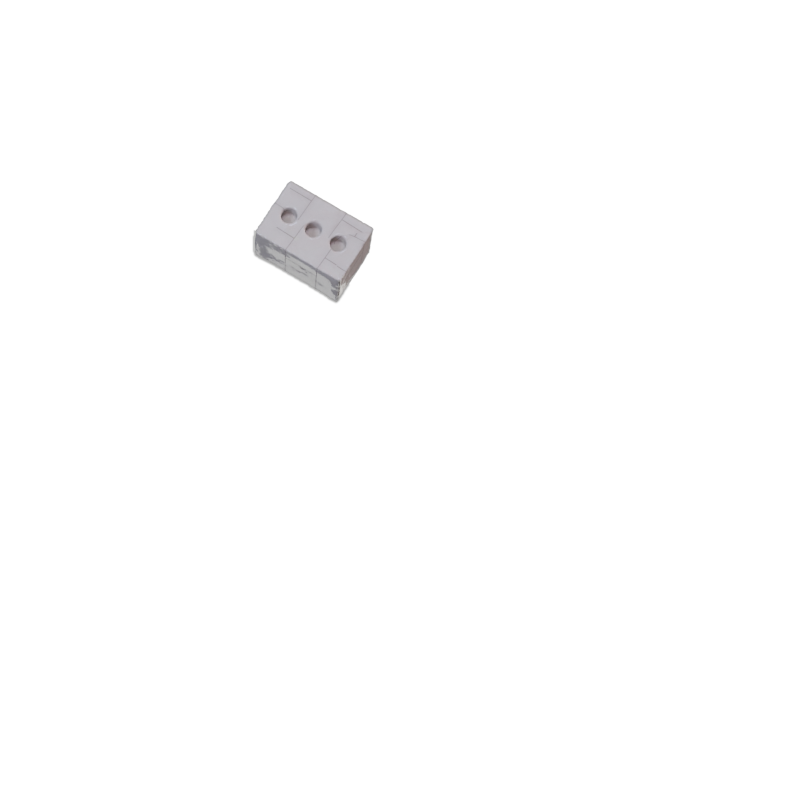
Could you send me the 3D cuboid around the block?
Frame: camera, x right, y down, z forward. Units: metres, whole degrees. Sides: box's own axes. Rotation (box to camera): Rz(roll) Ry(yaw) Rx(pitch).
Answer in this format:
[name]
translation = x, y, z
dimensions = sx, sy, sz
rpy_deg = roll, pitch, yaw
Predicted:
[block]
translation = -0.067, -0.122, 0.858
dimensions = 0.080, 0.054, 0.049
rpy_deg = 30, -17, 9
